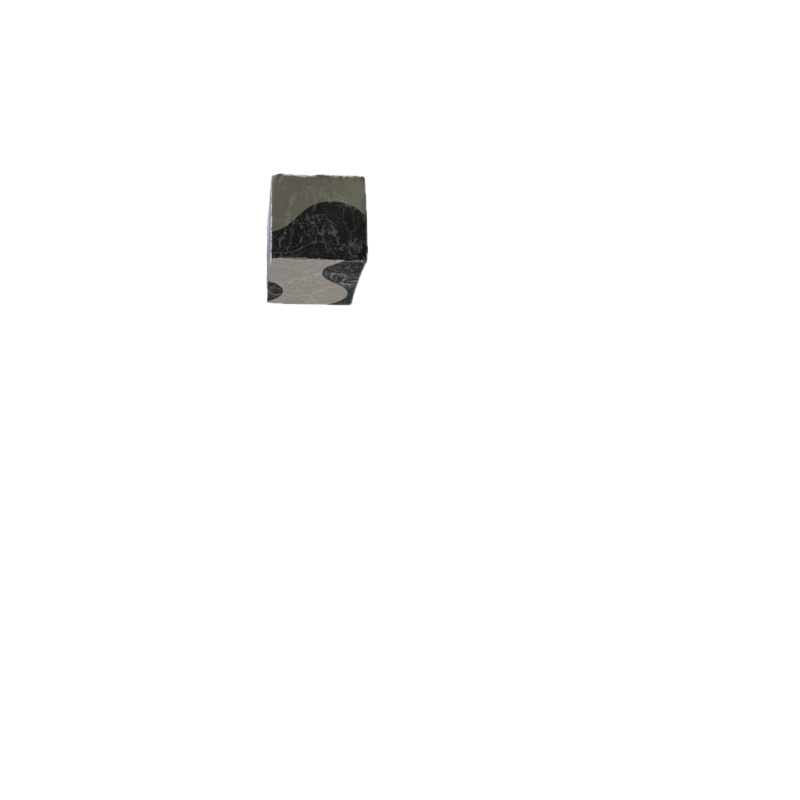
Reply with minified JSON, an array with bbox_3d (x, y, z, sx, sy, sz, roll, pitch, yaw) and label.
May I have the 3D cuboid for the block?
[{"bbox_3d":[-0.049,-0.090,0.628,0.052,0.053,0.075,2,-16,-8],"label":"block"}]
